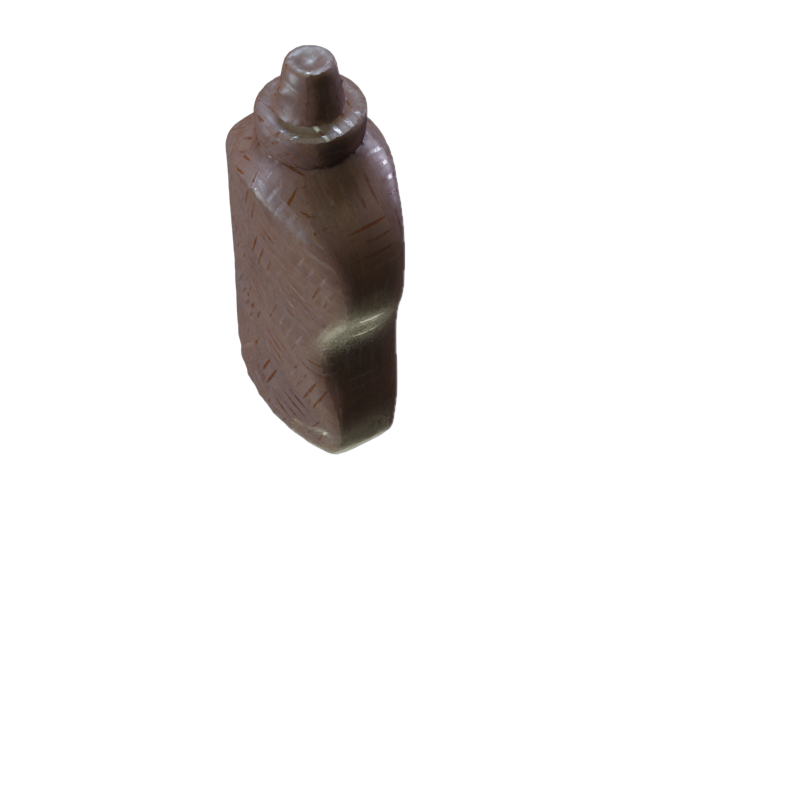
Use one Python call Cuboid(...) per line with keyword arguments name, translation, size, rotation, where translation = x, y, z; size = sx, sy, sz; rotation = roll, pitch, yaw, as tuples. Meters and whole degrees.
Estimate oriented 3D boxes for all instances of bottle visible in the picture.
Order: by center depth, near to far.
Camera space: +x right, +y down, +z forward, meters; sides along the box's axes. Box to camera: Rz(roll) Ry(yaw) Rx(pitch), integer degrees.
Cuboid(name="bottle", translation=(-0.036, -0.064, 0.452), size=(0.058, 0.103, 0.179), rotation=(-22, -32, -19))
